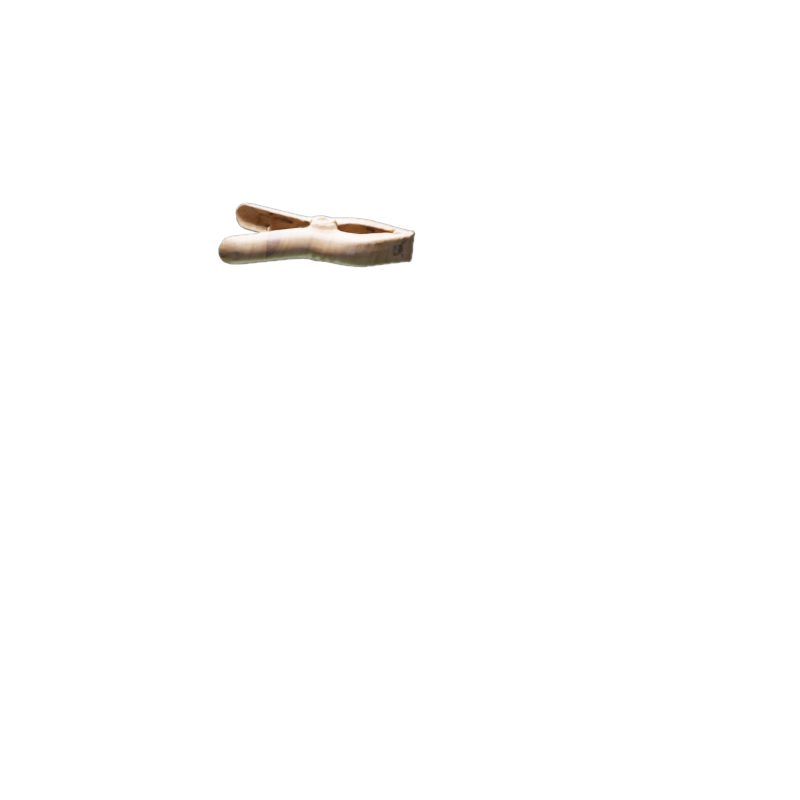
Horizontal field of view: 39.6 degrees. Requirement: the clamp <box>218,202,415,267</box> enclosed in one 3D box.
[{"bbox_3d":[-0.076,-0.138,0.969,0.174,0.037,0.125,6,31,10],"label":"clamp"}]
